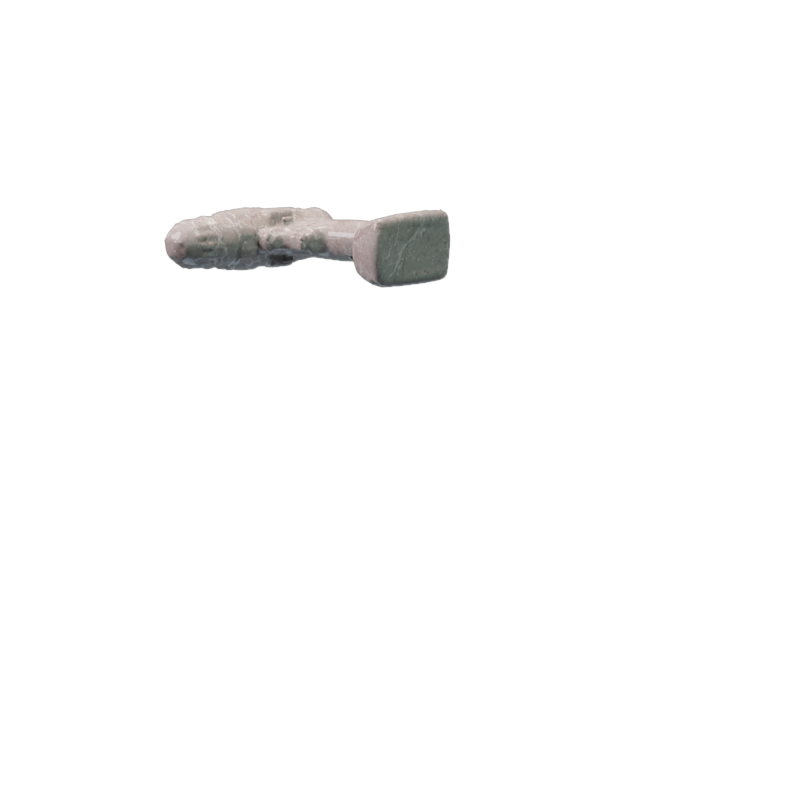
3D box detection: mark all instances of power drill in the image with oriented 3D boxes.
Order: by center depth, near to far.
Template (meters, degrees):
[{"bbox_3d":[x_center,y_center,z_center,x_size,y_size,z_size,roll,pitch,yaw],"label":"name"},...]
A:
[{"bbox_3d":[-0.070,-0.127,0.893,0.197,0.056,0.180,12,19,37],"label":"power drill"}]
